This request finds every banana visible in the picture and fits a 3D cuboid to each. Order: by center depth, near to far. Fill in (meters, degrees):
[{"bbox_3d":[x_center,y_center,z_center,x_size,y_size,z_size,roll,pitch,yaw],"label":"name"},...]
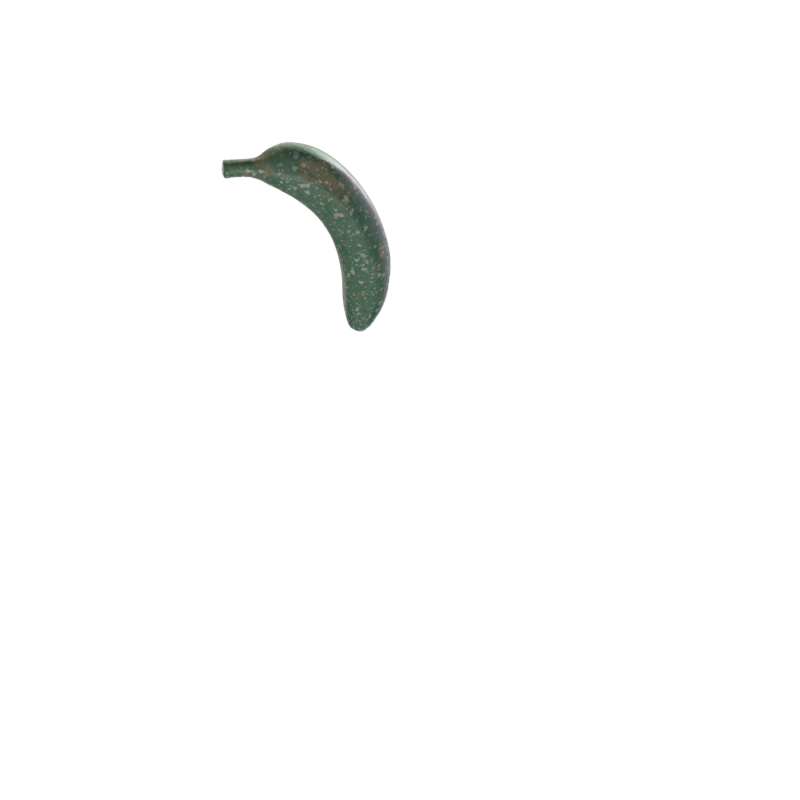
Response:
[{"bbox_3d":[-0.047,-0.120,0.782,0.070,0.039,0.183,-20,-44,20],"label":"banana"}]
